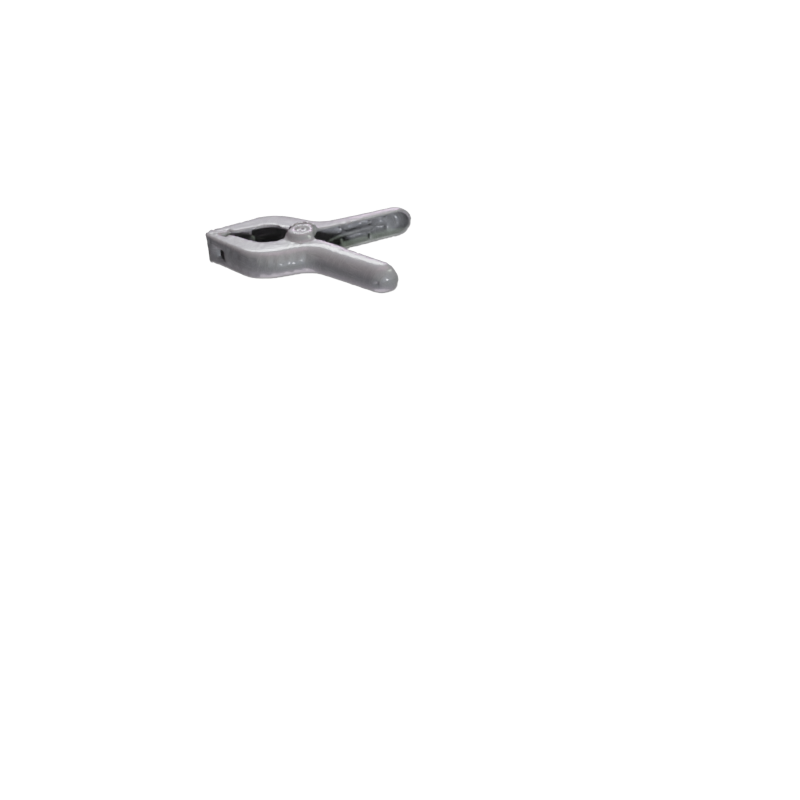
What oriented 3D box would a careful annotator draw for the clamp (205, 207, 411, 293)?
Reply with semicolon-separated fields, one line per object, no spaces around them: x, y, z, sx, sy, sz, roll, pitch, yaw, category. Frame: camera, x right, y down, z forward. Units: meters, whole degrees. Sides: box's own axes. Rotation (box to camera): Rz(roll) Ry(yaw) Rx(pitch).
-0.072;-0.132;0.922;0.176;0.037;0.124;9;29;15;clamp
